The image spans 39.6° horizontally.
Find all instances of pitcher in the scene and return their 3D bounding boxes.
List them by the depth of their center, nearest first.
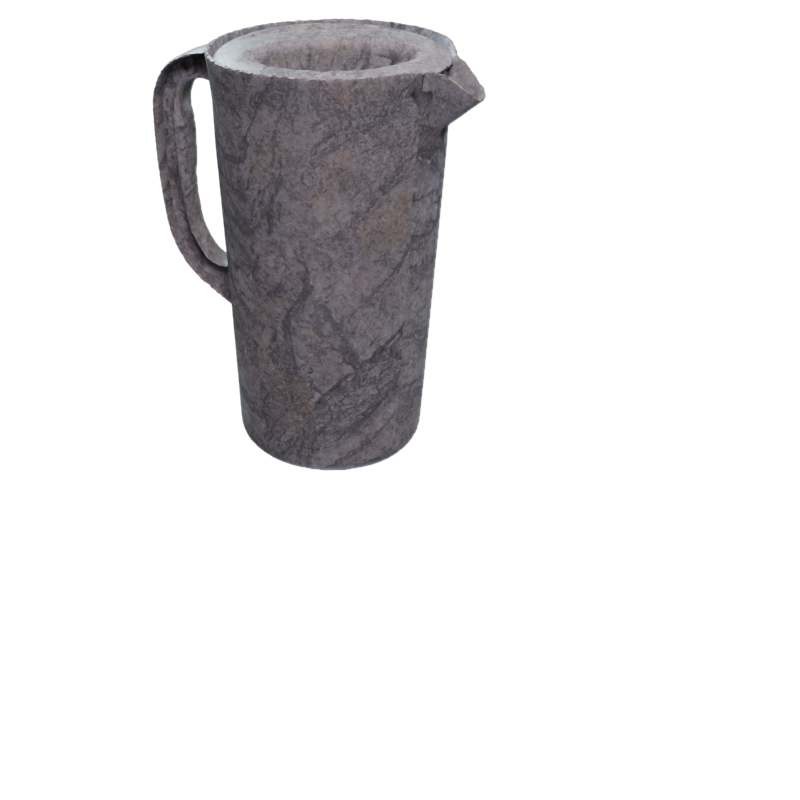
[{"bbox_3d":[-0.049,-0.090,0.631,0.142,0.230,0.160,-11,29,-24],"label":"pitcher"}]
